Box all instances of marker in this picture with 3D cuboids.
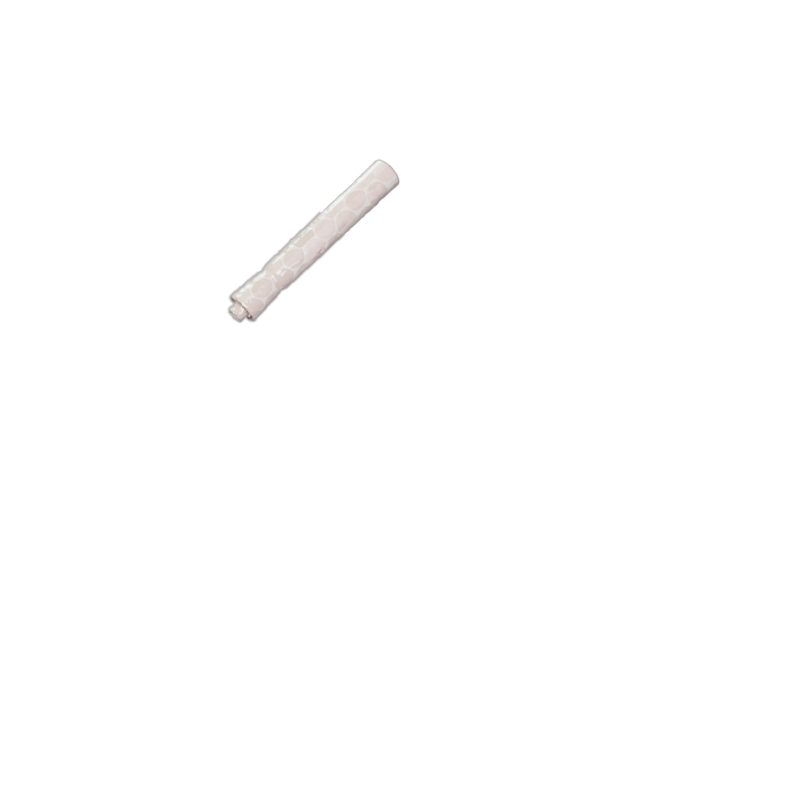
[{"bbox_3d":[-0.048,-0.087,0.608,0.122,0.019,0.020,-46,20,-16],"label":"marker"}]
